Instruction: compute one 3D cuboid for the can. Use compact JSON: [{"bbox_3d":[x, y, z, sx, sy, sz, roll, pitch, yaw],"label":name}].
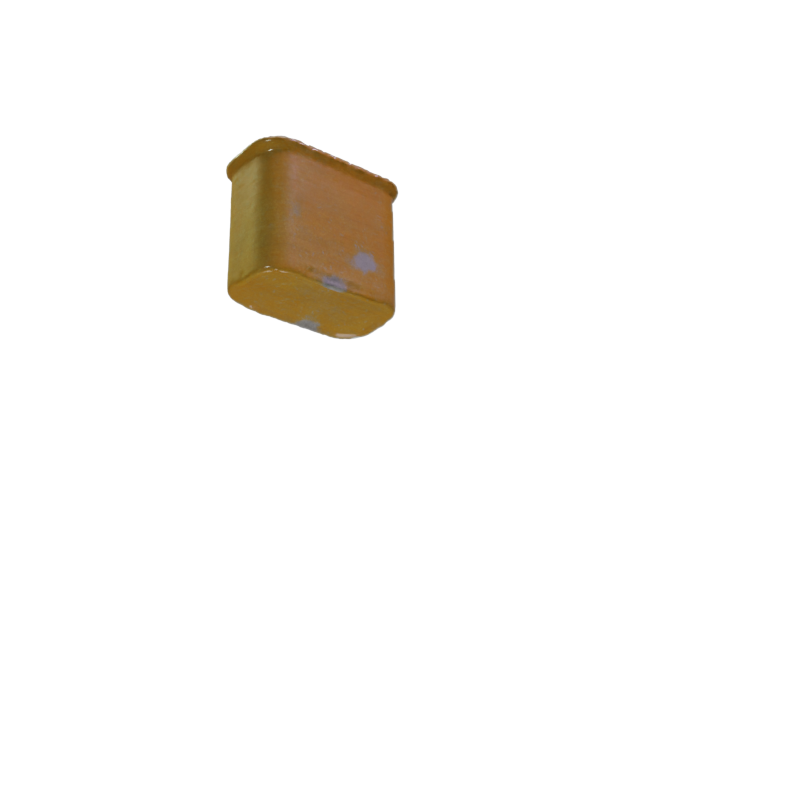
[{"bbox_3d":[-0.049,-0.090,0.631,0.096,0.089,0.057,18,-33,-34],"label":"can"}]
